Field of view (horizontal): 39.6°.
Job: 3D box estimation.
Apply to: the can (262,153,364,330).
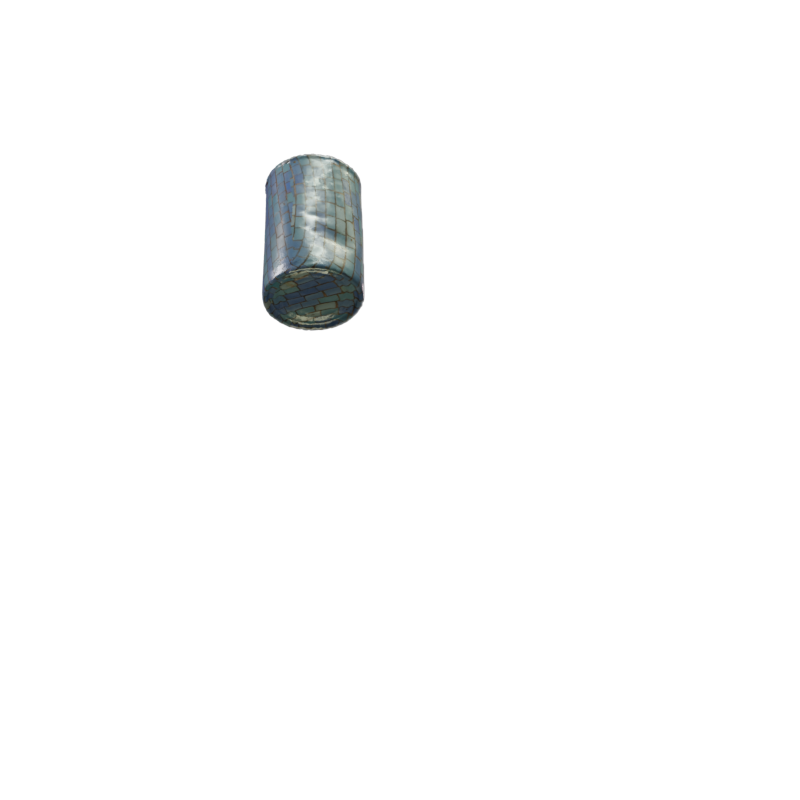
[{"bbox_3d":[-0.059,-0.107,0.747,0.068,0.110,0.064,-1,-38,-3],"label":"can"}]
